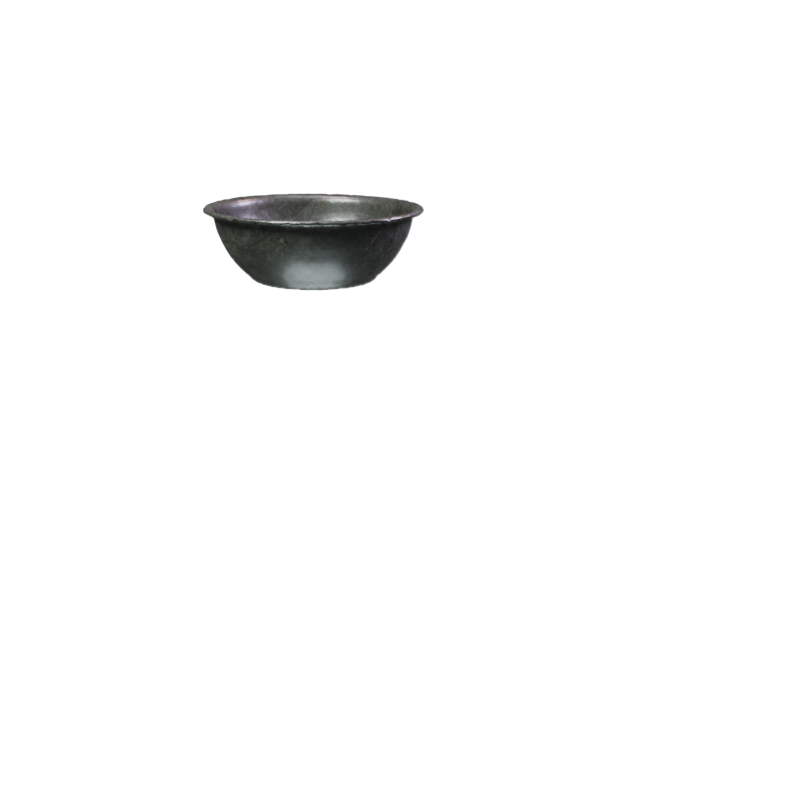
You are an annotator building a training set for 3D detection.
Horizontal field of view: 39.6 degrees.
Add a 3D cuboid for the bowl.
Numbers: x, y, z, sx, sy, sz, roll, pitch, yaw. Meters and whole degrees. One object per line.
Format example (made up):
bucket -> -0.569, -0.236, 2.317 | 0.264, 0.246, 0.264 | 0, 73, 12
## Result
bowl -> -0.064, -0.117, 0.819 | 0.162, 0.053, 0.168 | -1, 17, -2
